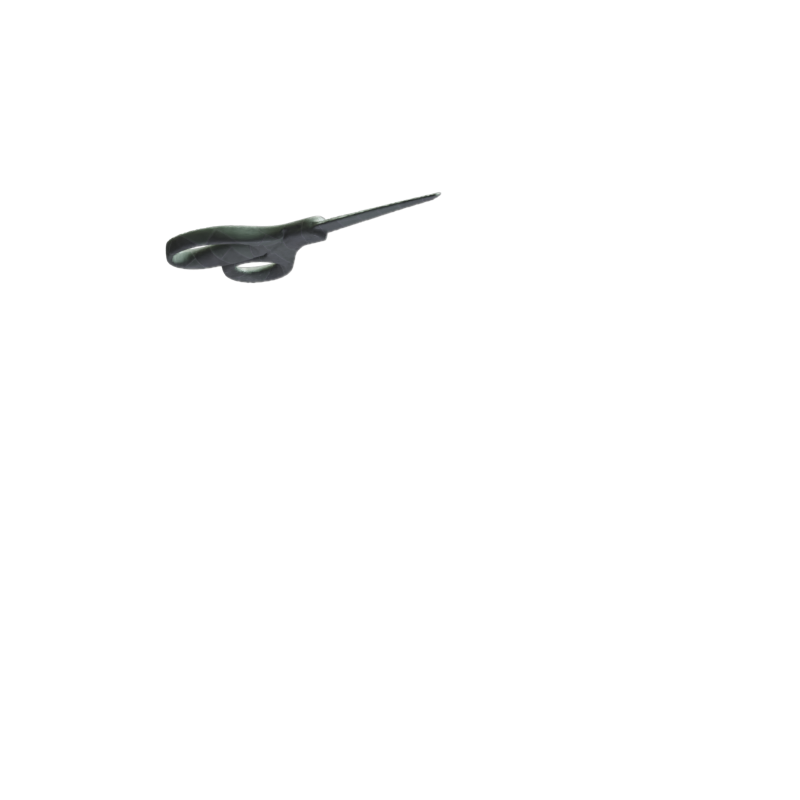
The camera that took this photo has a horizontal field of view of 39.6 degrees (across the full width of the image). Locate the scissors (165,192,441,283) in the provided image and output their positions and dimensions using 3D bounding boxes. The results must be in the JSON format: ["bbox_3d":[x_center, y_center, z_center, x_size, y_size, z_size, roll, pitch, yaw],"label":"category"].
[{"bbox_3d":[-0.057,-0.104,0.727,0.206,0.016,0.091,-5,-13,21],"label":"scissors"}]
